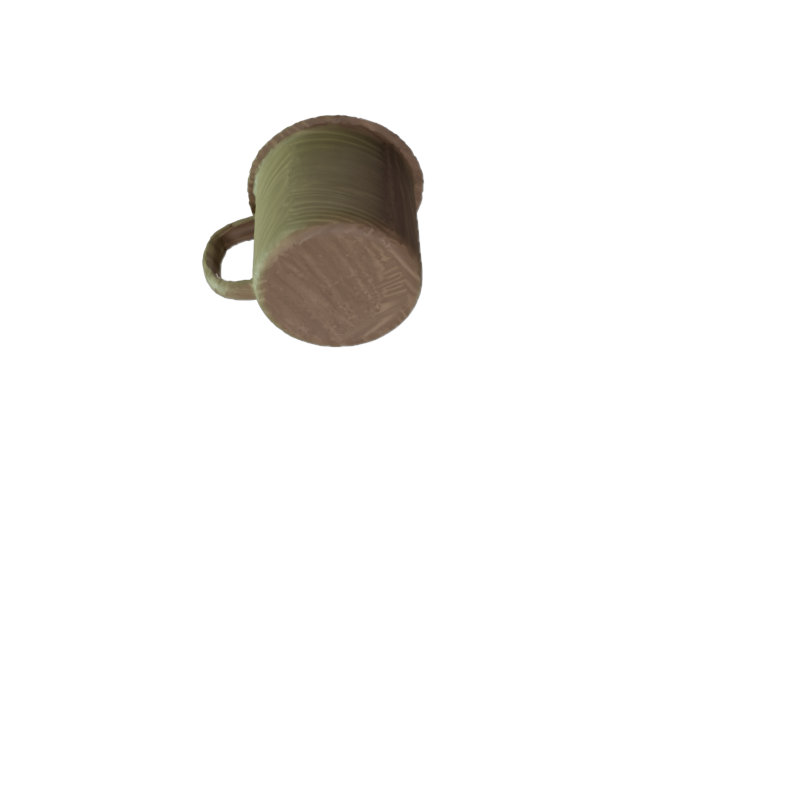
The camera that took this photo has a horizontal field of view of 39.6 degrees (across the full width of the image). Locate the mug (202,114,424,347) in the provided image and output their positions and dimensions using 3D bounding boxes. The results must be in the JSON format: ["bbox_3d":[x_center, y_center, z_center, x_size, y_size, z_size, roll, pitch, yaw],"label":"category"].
[{"bbox_3d":[-0.043,-0.079,0.554,0.118,0.086,0.087,-11,42,8],"label":"mug"}]
